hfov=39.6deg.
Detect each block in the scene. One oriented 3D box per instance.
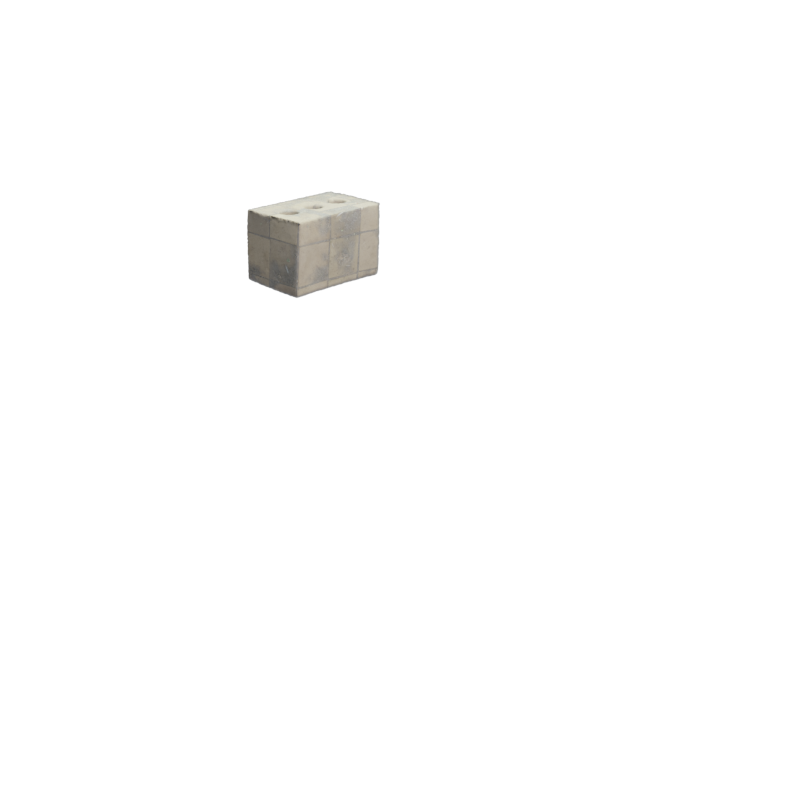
[{"bbox_3d":[-0.059,-0.108,0.753,0.056,0.049,0.077,19,28,40],"label":"block"}]
